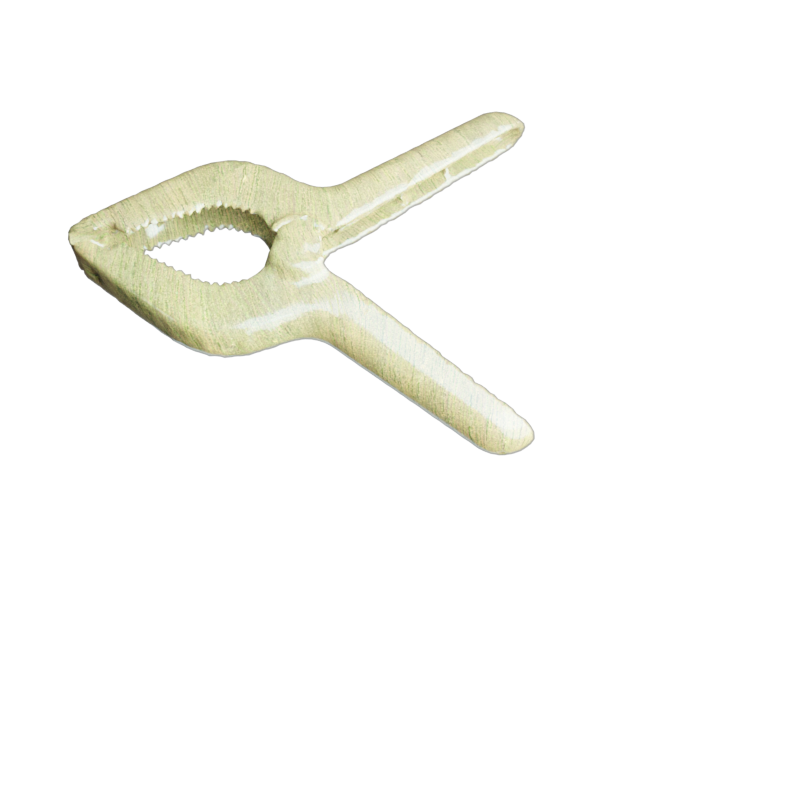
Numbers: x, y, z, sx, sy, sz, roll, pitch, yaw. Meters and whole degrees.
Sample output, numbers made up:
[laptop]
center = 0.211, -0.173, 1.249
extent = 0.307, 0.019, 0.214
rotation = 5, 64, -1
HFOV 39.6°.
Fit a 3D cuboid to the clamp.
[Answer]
[clamp]
center = -0.039, -0.071, 0.495
extent = 0.212, 0.173, 0.034
rotation = 9, -28, 5
